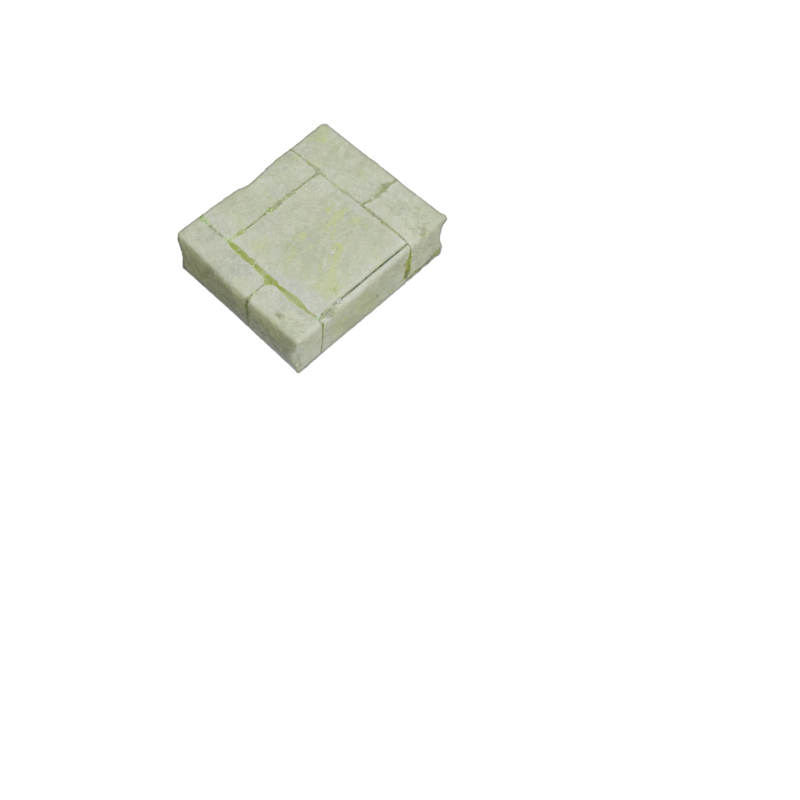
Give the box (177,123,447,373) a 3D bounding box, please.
[{"bbox_3d":[-0.036,-0.067,0.466,0.077,0.090,0.028,40,-24,21],"label":"box"}]
